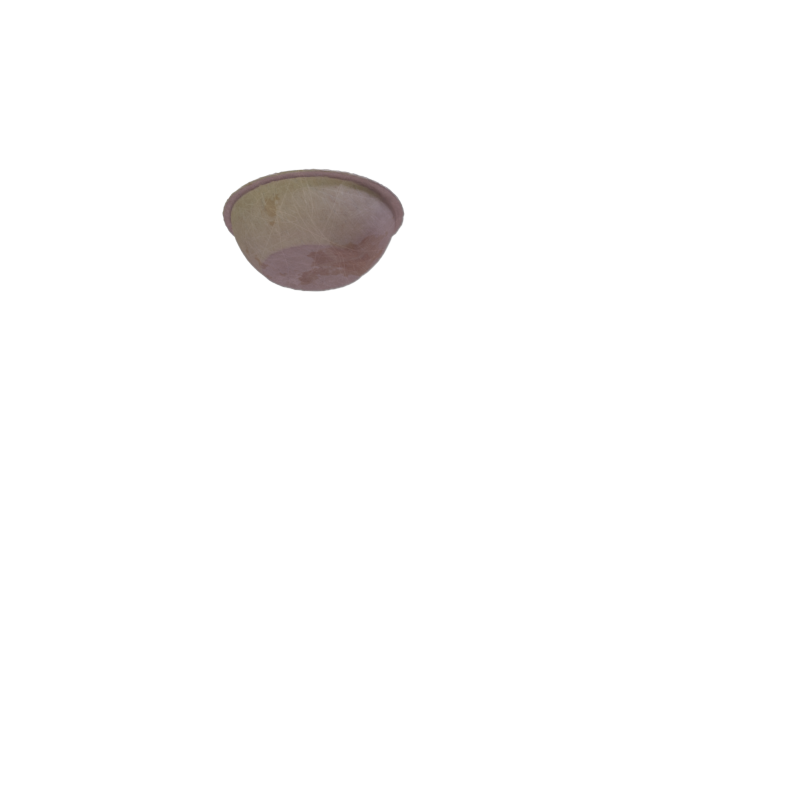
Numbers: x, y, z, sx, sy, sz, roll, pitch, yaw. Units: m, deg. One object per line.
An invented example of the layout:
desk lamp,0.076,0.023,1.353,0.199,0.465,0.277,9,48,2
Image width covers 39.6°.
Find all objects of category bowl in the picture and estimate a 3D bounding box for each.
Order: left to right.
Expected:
bowl,-0.076,-0.139,0.976,0.162,0.058,0.154,1,-23,-2
